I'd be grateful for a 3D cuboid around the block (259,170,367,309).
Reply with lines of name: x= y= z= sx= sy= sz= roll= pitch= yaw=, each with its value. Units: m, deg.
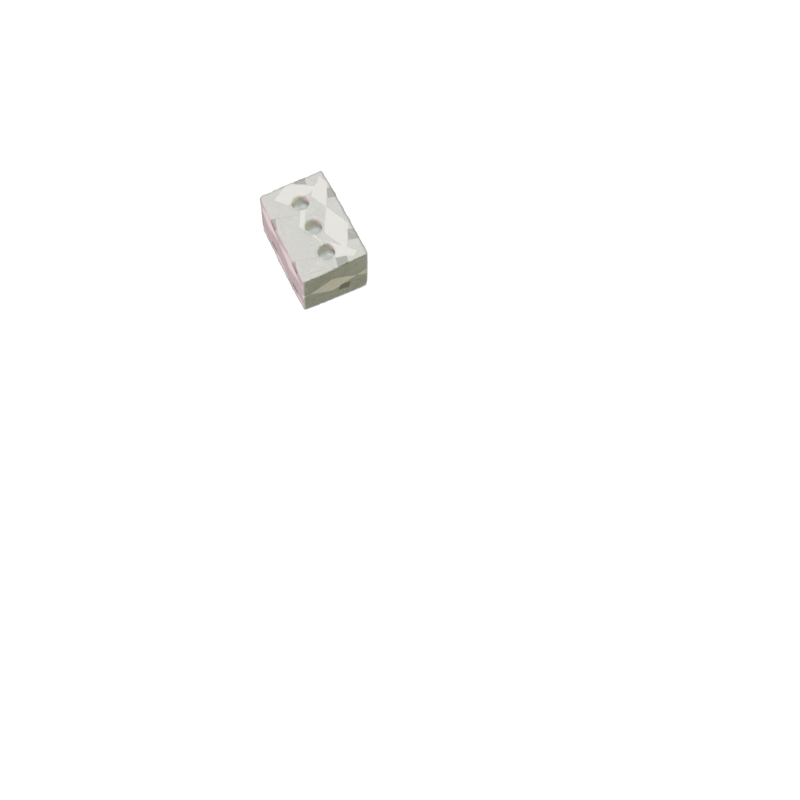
block: x=-0.064 y=-0.116 z=0.815 sx=0.052 sy=0.083 sz=0.048 roll=-24 pitch=-21 yaw=-12
